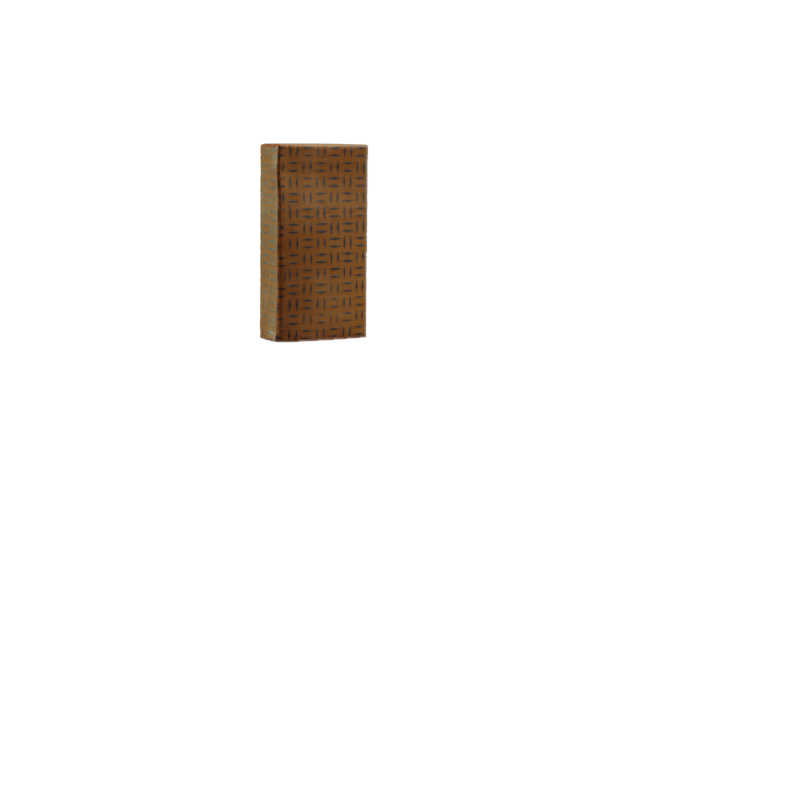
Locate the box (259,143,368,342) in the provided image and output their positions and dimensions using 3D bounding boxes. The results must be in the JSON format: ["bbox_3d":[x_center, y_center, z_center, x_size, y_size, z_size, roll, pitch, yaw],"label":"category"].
[{"bbox_3d":[-0.078,-0.142,0.997,0.090,0.175,0.050,-2,4,-29],"label":"box"}]
